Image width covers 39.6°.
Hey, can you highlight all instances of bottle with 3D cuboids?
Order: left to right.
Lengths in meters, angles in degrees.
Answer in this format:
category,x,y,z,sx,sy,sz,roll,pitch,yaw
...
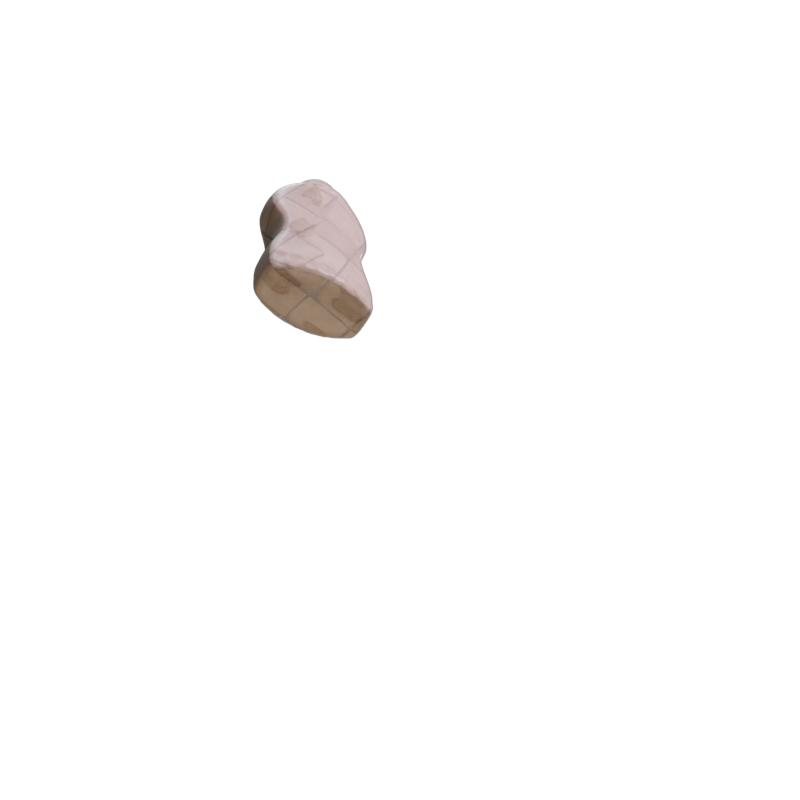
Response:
category,x,y,z,sx,sy,sz,roll,pitch,yaw
bottle,-0.074,-0.135,0.944,0.093,0.056,0.205,22,32,-18
